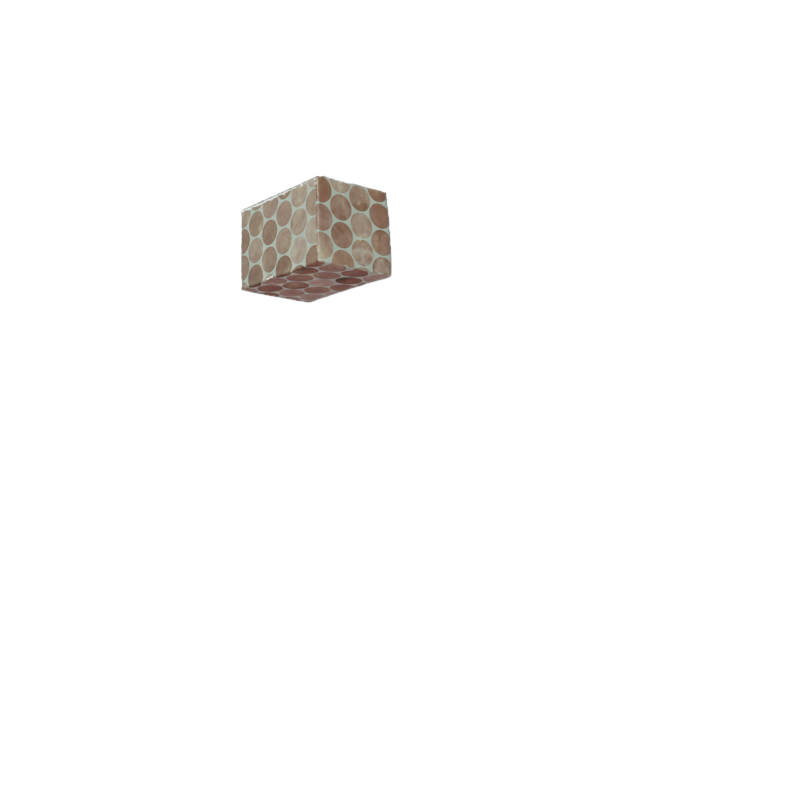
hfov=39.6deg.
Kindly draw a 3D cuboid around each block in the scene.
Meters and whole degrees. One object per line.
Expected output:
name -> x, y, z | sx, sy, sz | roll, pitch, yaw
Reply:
block -> -0.050, -0.091, 0.638 | 0.050, 0.053, 0.079 | 10, -15, -40
